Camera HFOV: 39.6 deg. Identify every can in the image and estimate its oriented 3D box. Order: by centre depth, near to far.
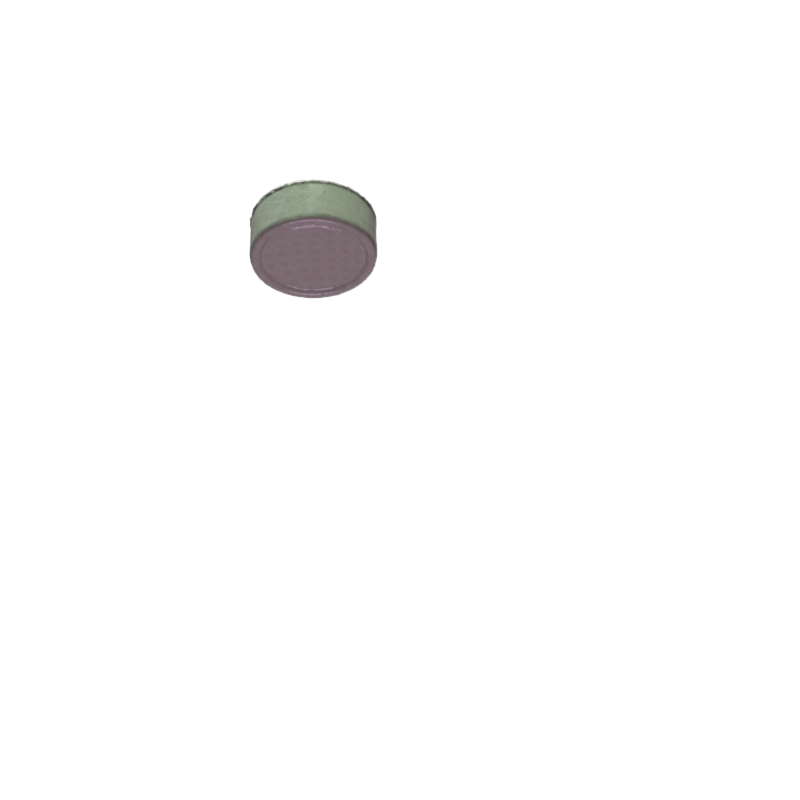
[{"bbox_3d":[-0.058,-0.105,0.739,0.086,0.036,0.080,1,-36,-2],"label":"can"}]
